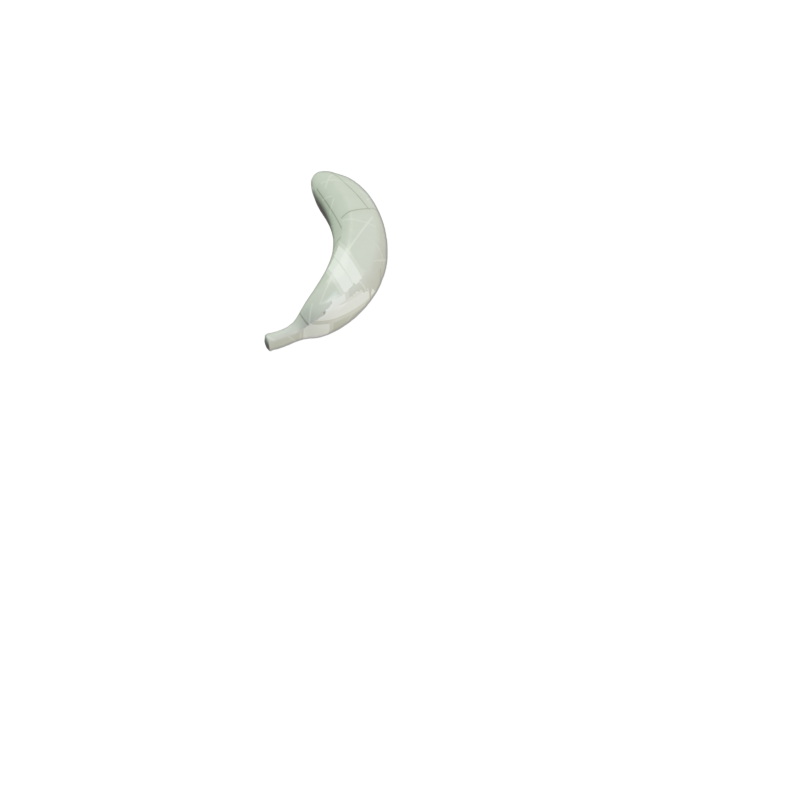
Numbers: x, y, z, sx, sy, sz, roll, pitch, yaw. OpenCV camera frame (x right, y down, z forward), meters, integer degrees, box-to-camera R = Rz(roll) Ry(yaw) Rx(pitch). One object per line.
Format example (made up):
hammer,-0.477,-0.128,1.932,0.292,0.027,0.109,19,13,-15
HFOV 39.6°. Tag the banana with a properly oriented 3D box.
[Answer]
banana,-0.042,-0.105,0.763,0.070,0.034,0.210,4,40,4
